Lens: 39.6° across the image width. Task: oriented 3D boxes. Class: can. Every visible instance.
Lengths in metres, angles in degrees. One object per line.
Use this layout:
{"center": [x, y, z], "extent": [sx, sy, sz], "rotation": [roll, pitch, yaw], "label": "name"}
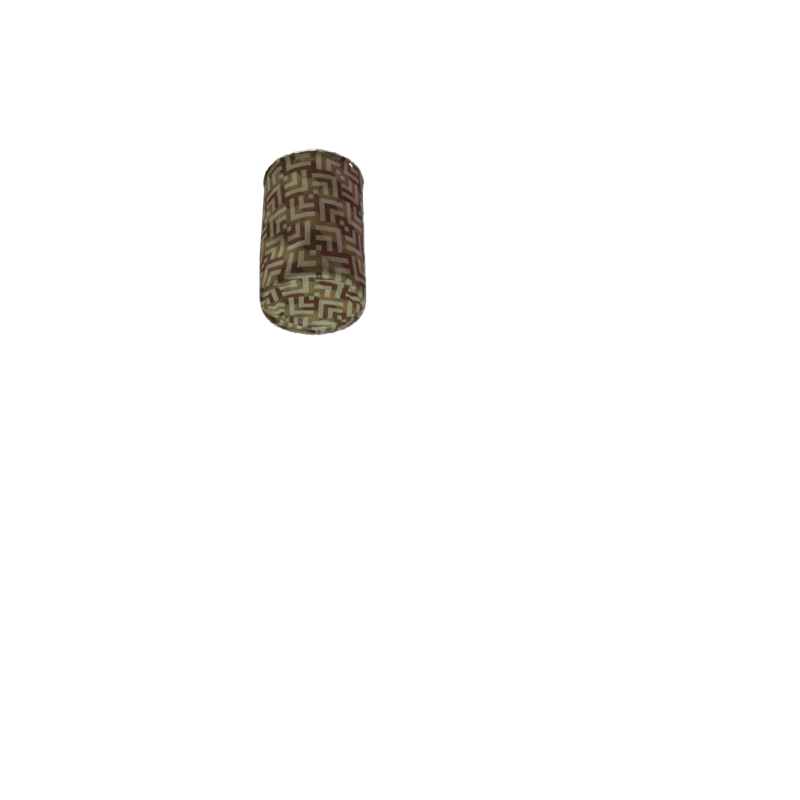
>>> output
{"center": [-0.056, -0.102, 0.715], "extent": [0.068, 0.109, 0.064], "rotation": [-1, -35, -2], "label": "can"}
